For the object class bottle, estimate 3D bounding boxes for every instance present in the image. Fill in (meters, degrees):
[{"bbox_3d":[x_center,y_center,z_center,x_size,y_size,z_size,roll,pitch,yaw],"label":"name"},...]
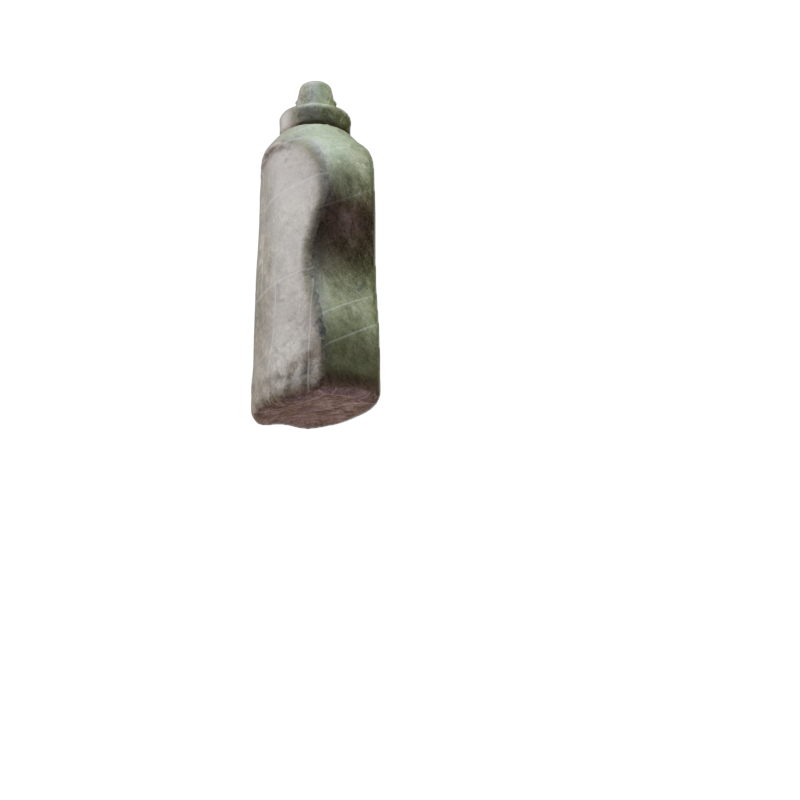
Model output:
[{"bbox_3d":[-0.047,-0.087,0.607,0.056,0.201,0.095,8,-21,-24],"label":"bottle"}]
